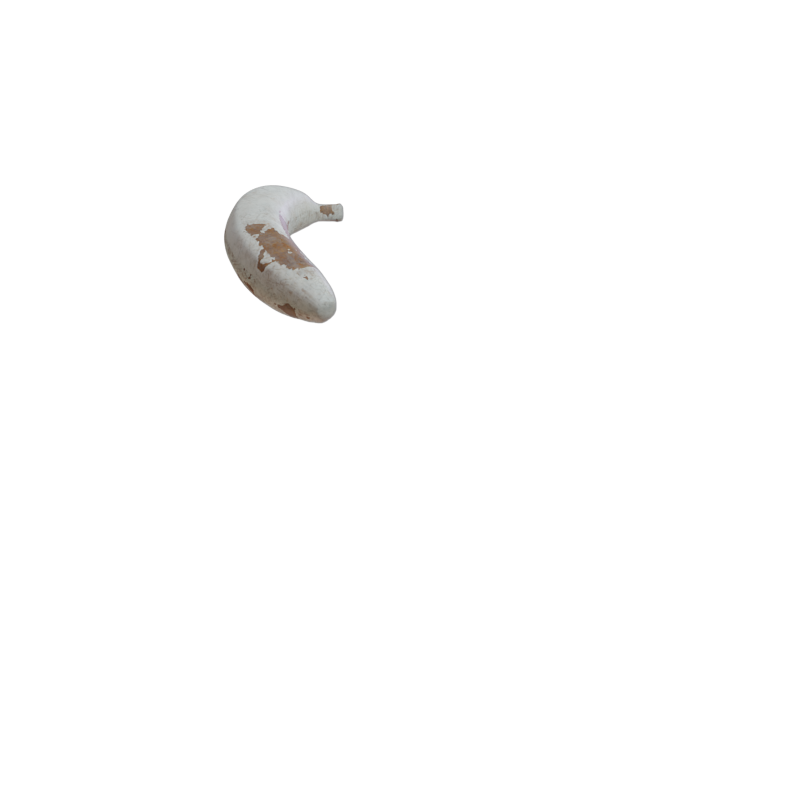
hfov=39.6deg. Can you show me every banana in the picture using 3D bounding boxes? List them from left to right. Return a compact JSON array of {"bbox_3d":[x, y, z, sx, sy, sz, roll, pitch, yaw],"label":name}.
[{"bbox_3d":[-0.069,-0.094,0.644,0.070,0.035,0.207,0,25,-1],"label":"banana"}]
